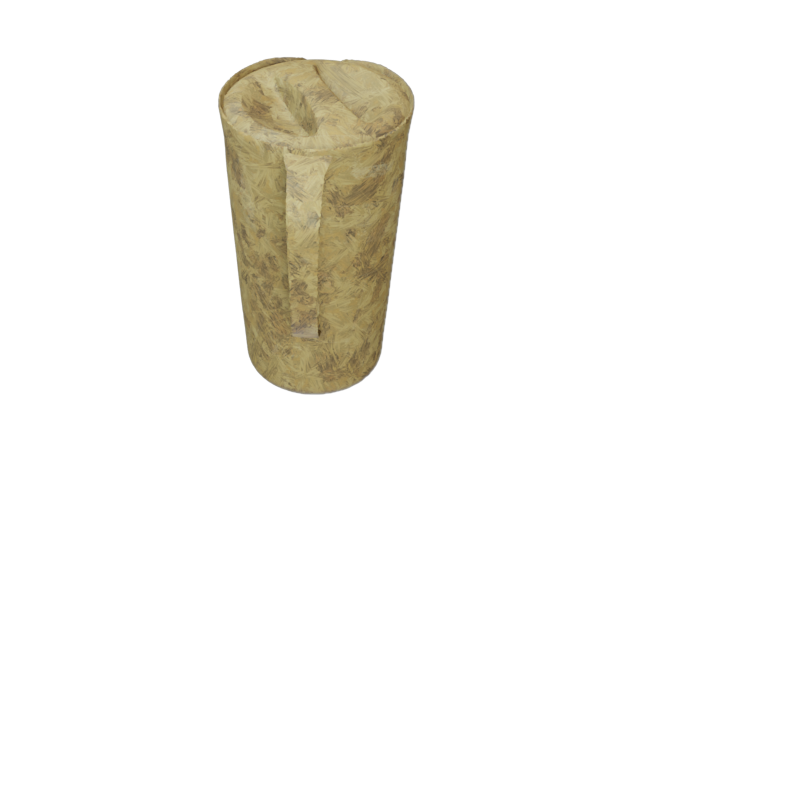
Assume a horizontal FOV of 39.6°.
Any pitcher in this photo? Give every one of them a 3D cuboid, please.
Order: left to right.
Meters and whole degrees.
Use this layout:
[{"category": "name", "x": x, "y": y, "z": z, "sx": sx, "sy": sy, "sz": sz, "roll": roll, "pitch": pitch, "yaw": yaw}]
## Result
[{"category": "pitcher", "x": -0.064, "y": -0.116, "z": 0.811, "sx": 0.149, "sy": 0.227, "sz": 0.155, "roll": -31, "pitch": 50, "yaw": -33}]
